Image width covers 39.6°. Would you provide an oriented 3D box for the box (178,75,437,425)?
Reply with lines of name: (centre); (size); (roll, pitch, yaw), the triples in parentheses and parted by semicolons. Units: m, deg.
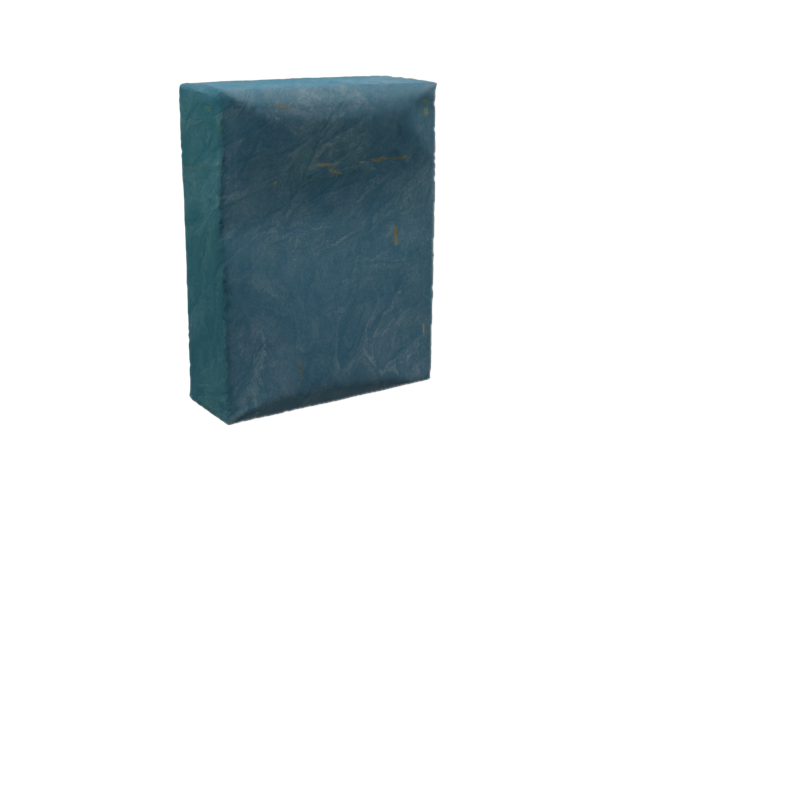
box: (-0.058, -0.106, 0.742); (0.160, 0.207, 0.076); (-9, 17, -31)
